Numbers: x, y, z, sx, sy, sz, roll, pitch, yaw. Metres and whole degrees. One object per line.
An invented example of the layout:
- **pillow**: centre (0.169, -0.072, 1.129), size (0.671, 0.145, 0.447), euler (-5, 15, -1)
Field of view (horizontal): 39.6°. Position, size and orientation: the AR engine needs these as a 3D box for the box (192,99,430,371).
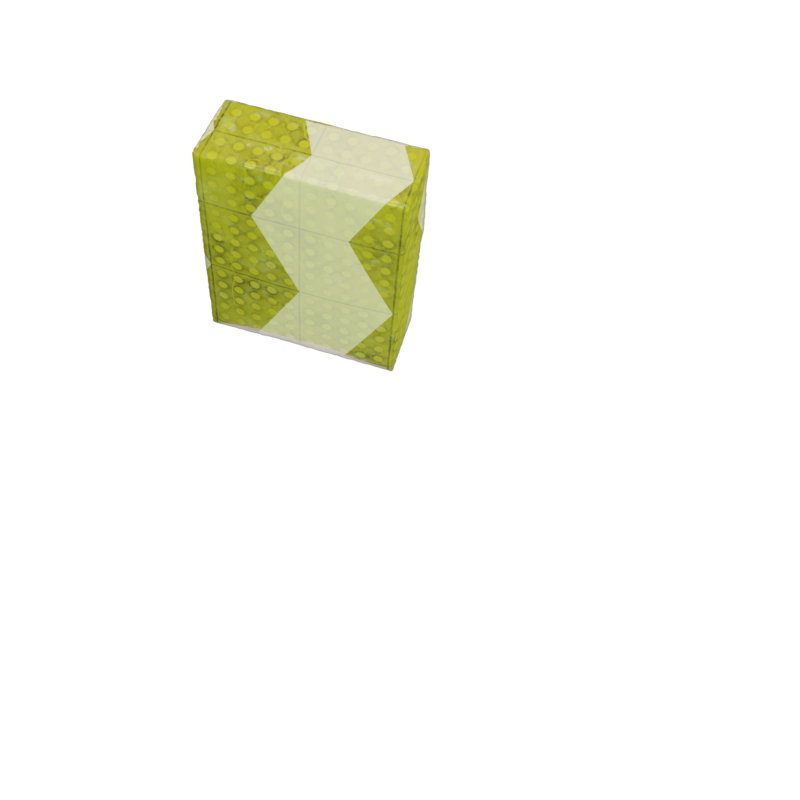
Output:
- **box**: centre (-0.068, -0.125, 0.875), size (0.167, 0.075, 0.200), euler (17, -33, 9)
